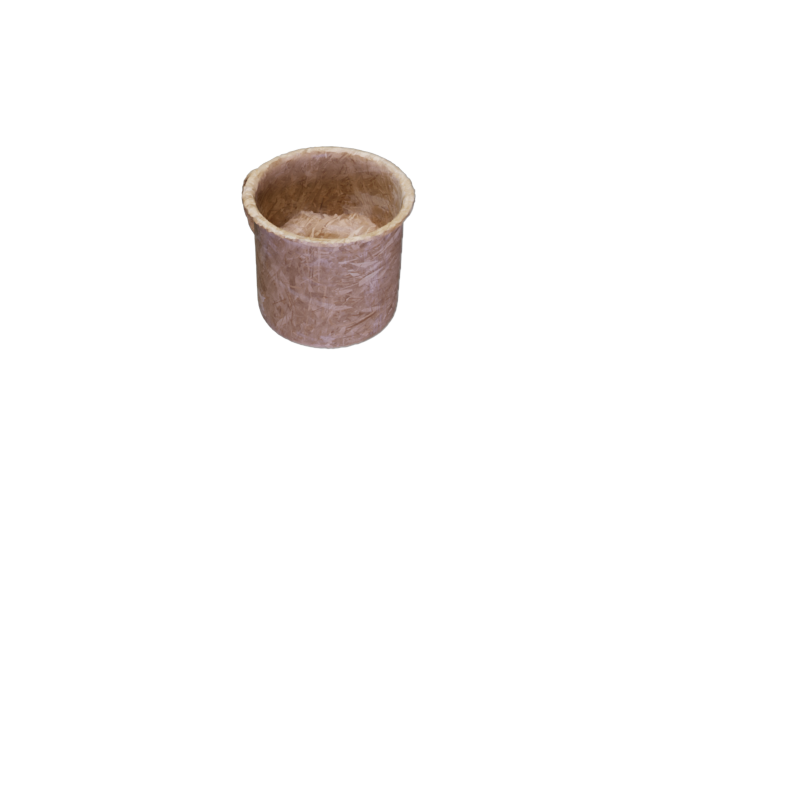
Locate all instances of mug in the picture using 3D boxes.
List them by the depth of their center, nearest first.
[{"bbox_3d":[-0.049,-0.089,0.627,0.125,0.076,0.094,33,50,31],"label":"mug"}]
